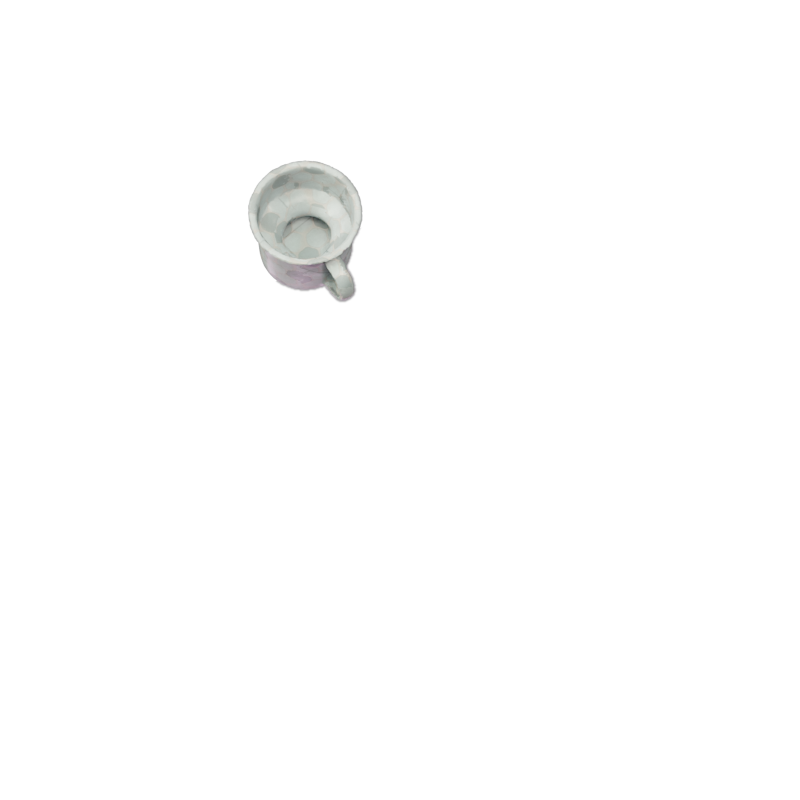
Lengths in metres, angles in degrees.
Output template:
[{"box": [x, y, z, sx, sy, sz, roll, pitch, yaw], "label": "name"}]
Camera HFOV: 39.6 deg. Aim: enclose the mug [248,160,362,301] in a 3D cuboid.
[{"box": [-0.073, -0.133, 0.933, 0.093, 0.123, 0.078, -33, -16, -12], "label": "mug"}]
